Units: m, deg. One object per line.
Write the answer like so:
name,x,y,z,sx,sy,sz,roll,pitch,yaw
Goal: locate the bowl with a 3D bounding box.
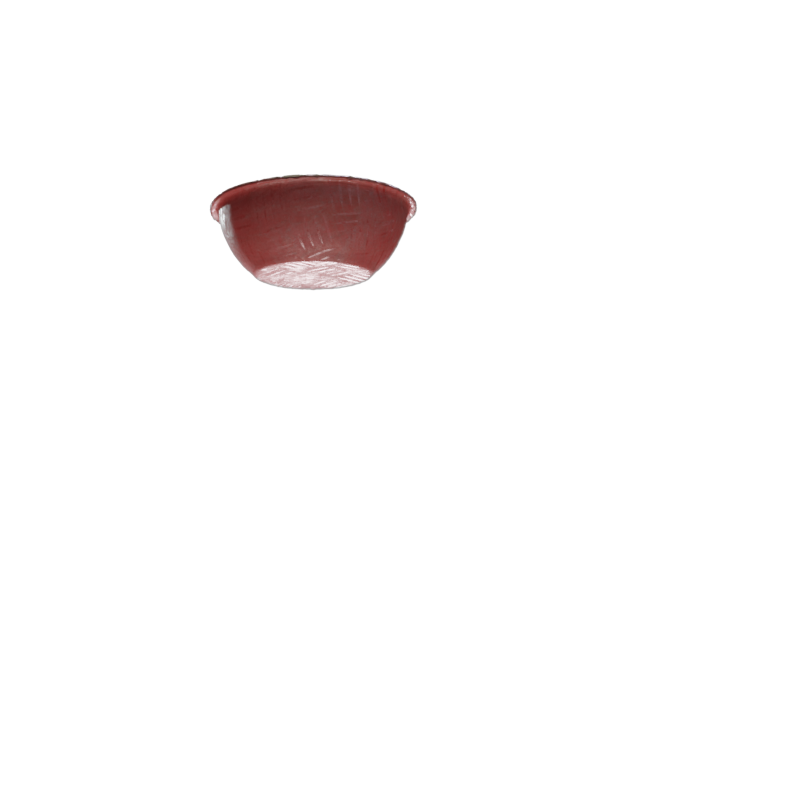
bowl,-0.067,-0.122,0.856,0.162,0.057,0.157,0,-9,-2
